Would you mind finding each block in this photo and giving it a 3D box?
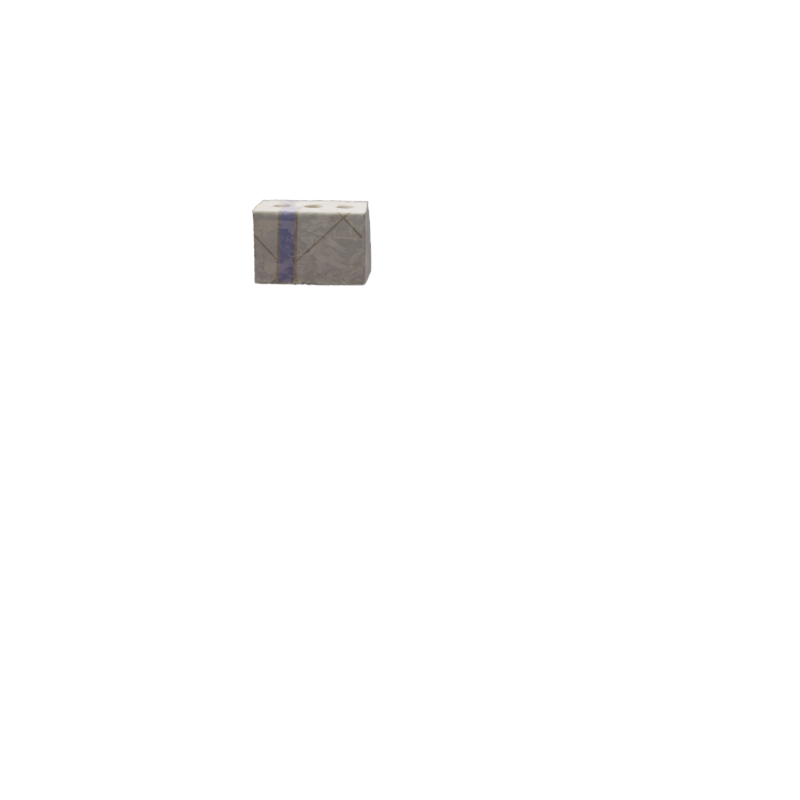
[{"bbox_3d":[-0.060,-0.109,0.762,0.078,0.050,0.054,1,14,4],"label":"block"}]
